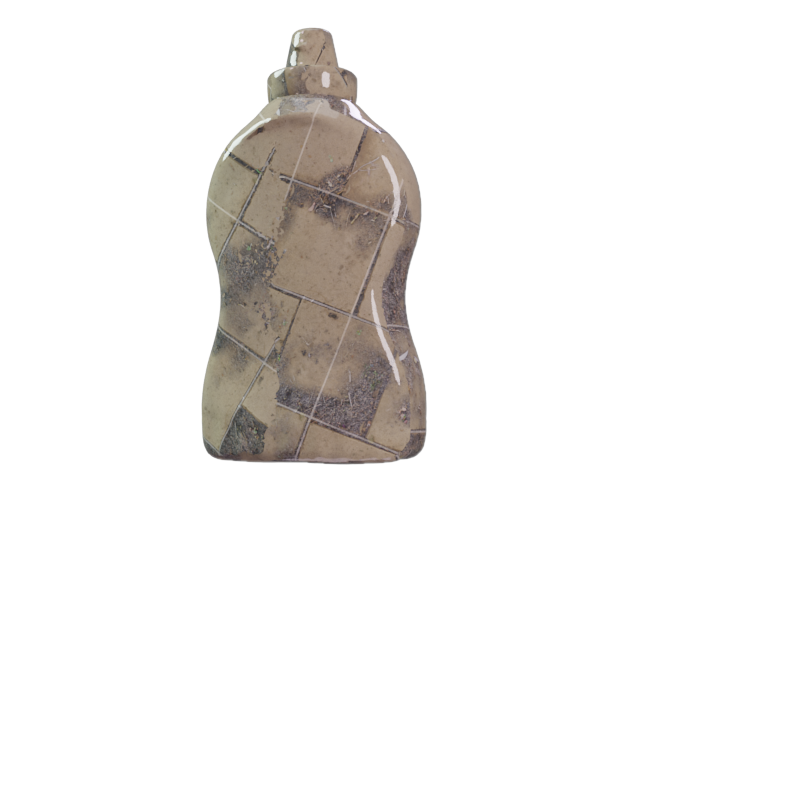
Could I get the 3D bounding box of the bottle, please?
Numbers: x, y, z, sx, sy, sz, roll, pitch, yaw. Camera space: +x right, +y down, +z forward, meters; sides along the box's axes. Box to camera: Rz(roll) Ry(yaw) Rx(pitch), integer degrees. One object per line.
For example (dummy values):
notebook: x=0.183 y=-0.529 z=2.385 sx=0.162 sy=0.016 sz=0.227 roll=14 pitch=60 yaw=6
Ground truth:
bottle: x=-0.039 y=-0.070 z=0.493 sx=0.098 sy=0.195 sz=0.056 roll=-3 pitch=-7 yaw=19
